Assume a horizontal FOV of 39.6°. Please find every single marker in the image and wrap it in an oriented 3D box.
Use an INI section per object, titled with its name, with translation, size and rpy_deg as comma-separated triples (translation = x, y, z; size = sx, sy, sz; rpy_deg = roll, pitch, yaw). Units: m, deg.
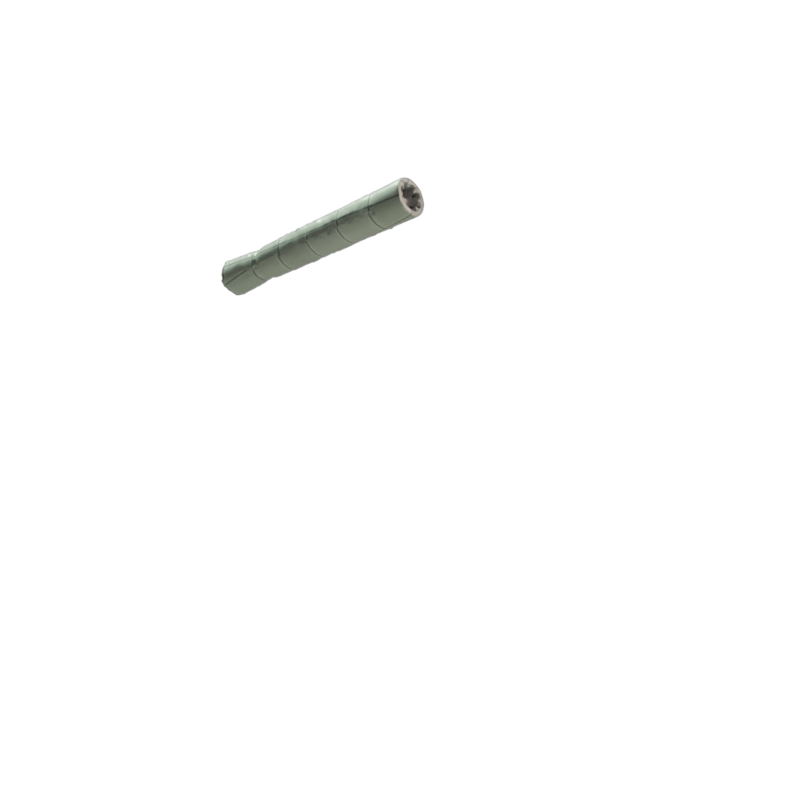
[marker]
translation = -0.041, -0.075, 0.525
size = 0.122, 0.020, 0.019
rpy_deg = -18, -8, 37
